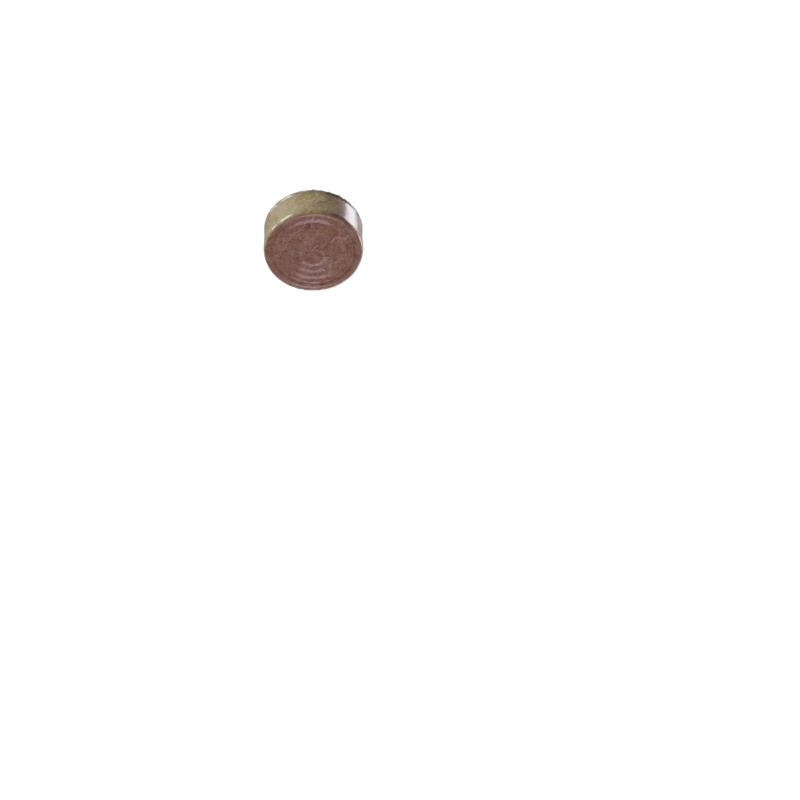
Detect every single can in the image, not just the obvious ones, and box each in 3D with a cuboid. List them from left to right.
[{"bbox_3d":[-0.074,-0.135,0.947,0.086,0.080,0.036,1,40,-1],"label":"can"}]
